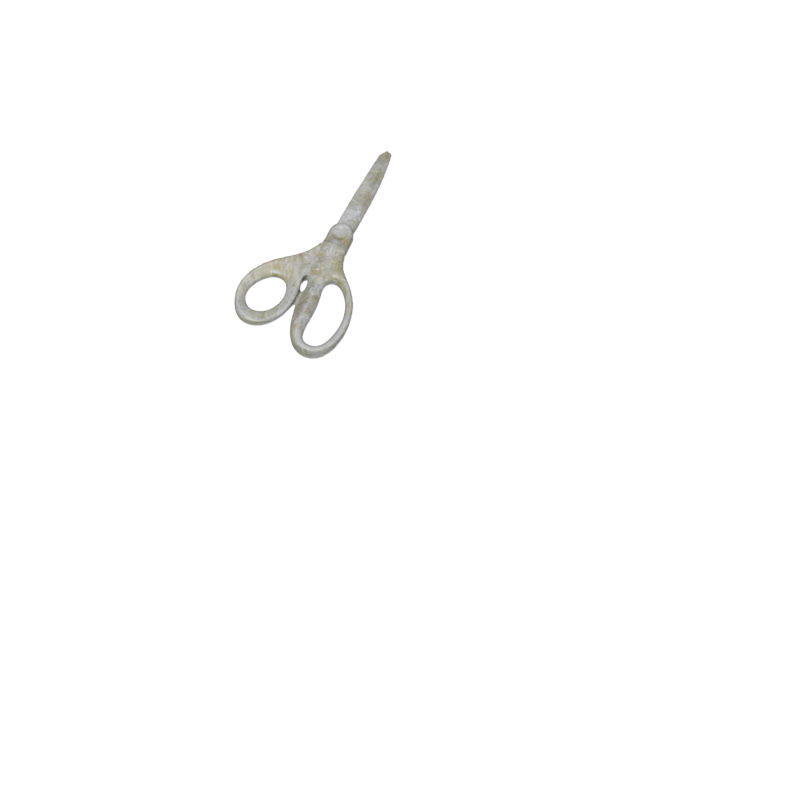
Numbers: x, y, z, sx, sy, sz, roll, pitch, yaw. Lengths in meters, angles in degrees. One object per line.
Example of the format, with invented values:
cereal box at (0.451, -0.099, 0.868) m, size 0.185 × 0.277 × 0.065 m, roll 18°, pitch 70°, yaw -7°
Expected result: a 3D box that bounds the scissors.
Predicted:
scissors at (-0.066, -0.121, 0.846) m, size 0.097 × 0.214 × 0.015 m, roll 6°, pitch -35°, yaw 4°
